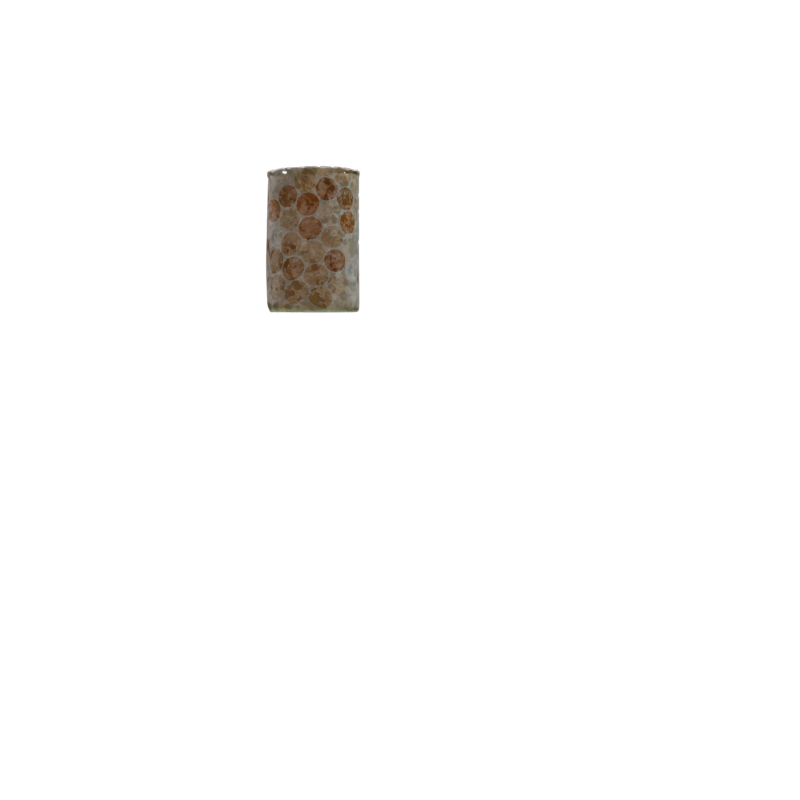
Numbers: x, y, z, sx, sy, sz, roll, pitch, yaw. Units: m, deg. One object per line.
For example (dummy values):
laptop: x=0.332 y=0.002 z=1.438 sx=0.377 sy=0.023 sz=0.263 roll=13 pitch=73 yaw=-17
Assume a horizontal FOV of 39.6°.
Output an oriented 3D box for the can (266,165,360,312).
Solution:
can: x=-0.063 y=-0.115 z=0.805 sx=0.068 sy=0.103 sz=0.068 roll=0 pitch=-2 yaw=-2
